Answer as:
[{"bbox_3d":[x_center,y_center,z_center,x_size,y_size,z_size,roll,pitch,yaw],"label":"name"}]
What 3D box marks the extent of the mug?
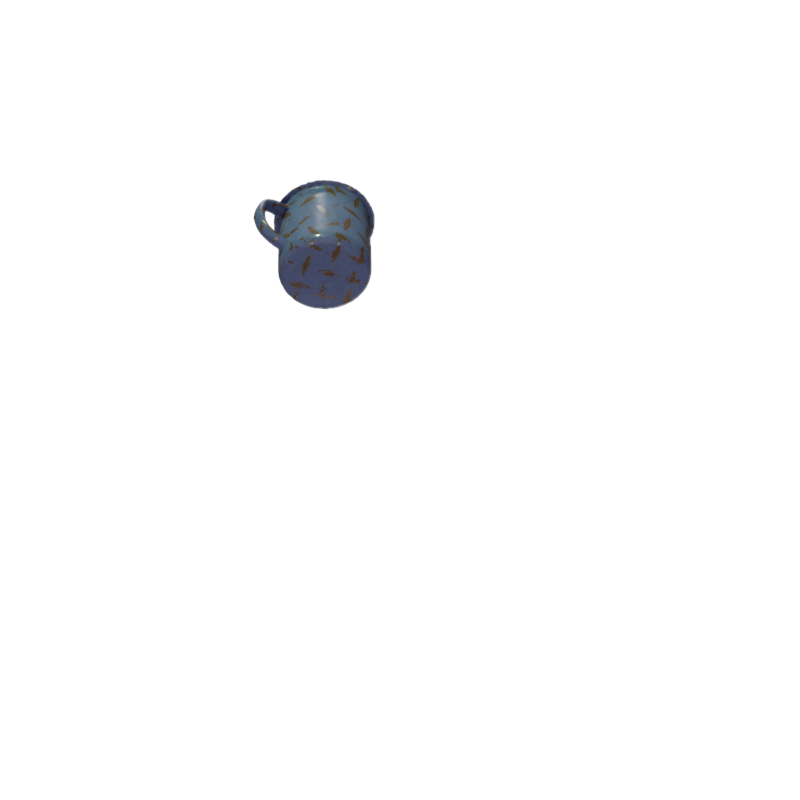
[{"bbox_3d":[-0.077,-0.140,0.983,0.112,0.091,0.087,28,33,-22],"label":"mug"}]
